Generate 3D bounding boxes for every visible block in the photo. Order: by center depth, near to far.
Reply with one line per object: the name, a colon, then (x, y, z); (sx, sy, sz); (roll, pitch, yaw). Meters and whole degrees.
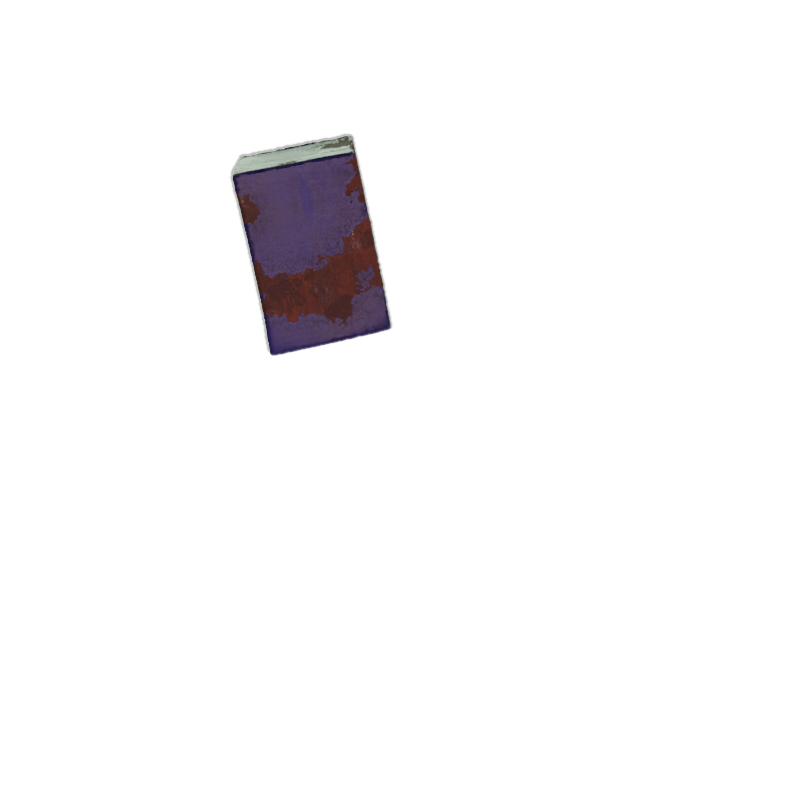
block: (-0.037, -0.067, 0.469); (0.053, 0.075, 0.053); (-11, 14, 1)
